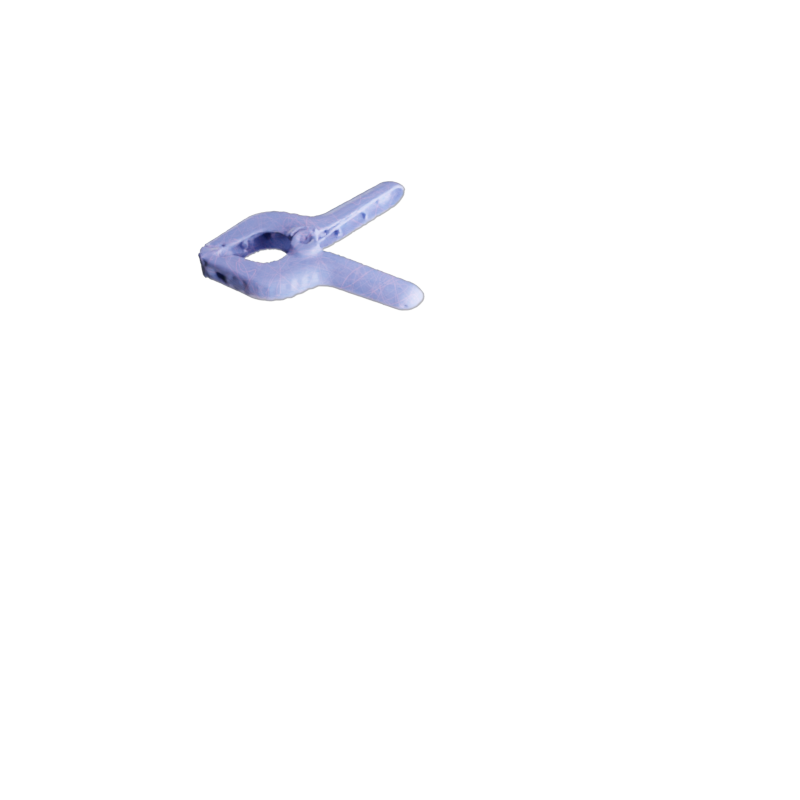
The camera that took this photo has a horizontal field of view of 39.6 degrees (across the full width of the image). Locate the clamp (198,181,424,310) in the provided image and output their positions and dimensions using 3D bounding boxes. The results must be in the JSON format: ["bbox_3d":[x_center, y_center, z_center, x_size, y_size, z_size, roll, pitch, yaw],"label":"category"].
[{"bbox_3d":[-0.067,-0.123,0.858,0.172,0.128,0.036,2,-41,2],"label":"clamp"}]
